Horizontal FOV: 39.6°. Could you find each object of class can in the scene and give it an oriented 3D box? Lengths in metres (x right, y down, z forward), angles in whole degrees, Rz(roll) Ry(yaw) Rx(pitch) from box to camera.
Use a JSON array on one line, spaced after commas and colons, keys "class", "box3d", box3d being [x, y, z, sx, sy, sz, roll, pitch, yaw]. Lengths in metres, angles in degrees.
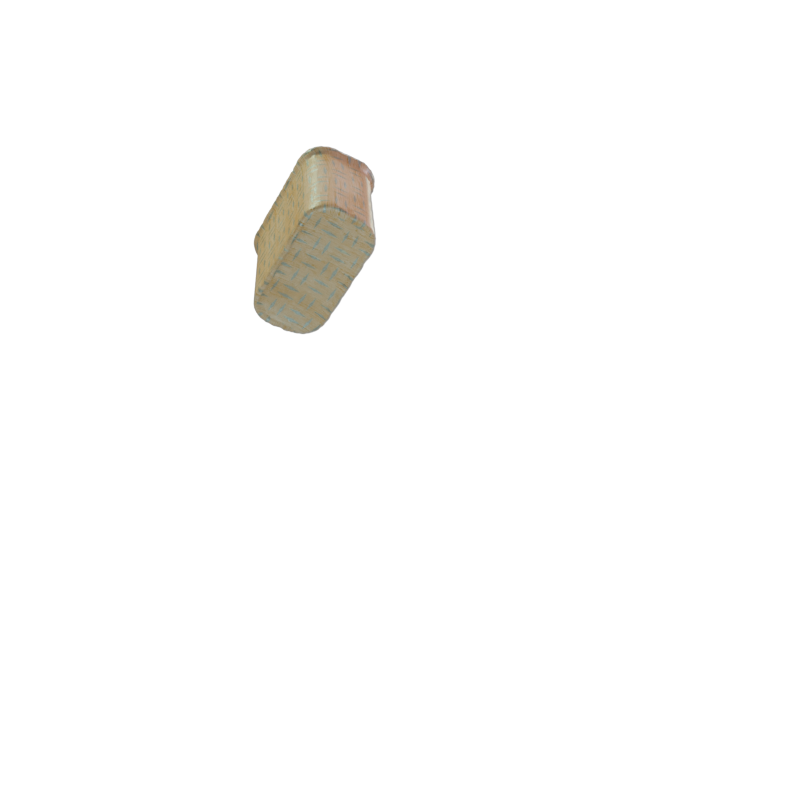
[{"class": "can", "box3d": [-0.058, -0.106, 0.740, 0.056, 0.099, 0.089, 25, 29, -18]}]
